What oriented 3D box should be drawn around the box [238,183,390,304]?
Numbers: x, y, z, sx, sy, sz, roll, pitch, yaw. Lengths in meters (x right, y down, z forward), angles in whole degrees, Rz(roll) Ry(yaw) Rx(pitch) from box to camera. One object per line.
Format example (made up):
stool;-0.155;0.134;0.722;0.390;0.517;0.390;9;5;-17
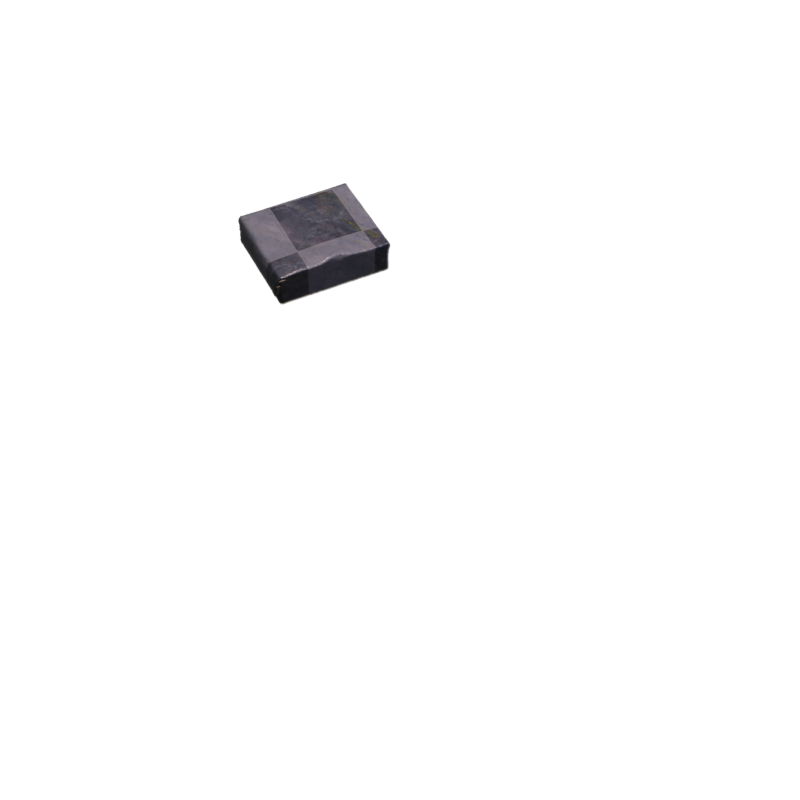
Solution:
box;-0.063;-0.114;0.800;0.088;0.028;0.079;-20;51;-18
